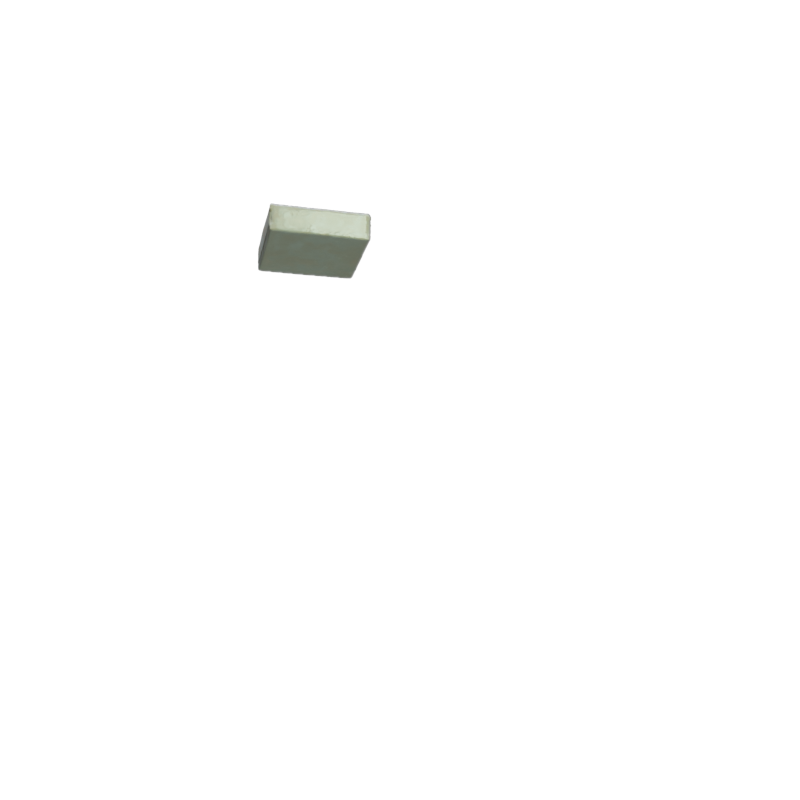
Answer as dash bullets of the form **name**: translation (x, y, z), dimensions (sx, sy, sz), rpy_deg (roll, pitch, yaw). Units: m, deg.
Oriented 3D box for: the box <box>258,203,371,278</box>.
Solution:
- **box**: translation (-0.076, -0.138, 0.970), dimensions (0.088, 0.032, 0.070), rpy_deg (5, -25, -11)
